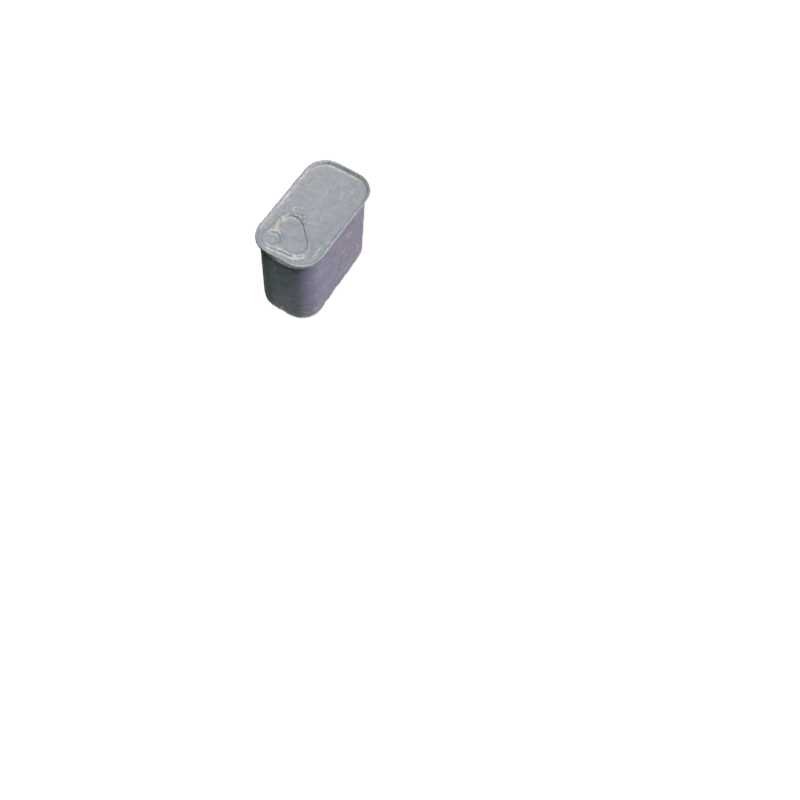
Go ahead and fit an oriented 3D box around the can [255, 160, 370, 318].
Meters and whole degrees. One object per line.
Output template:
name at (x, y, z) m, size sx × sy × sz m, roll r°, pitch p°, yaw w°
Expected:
can at (-0.070, -0.127, 0.890) m, size 0.059 × 0.105 × 0.079 m, roll 28°, pitch -28°, yaw 13°
